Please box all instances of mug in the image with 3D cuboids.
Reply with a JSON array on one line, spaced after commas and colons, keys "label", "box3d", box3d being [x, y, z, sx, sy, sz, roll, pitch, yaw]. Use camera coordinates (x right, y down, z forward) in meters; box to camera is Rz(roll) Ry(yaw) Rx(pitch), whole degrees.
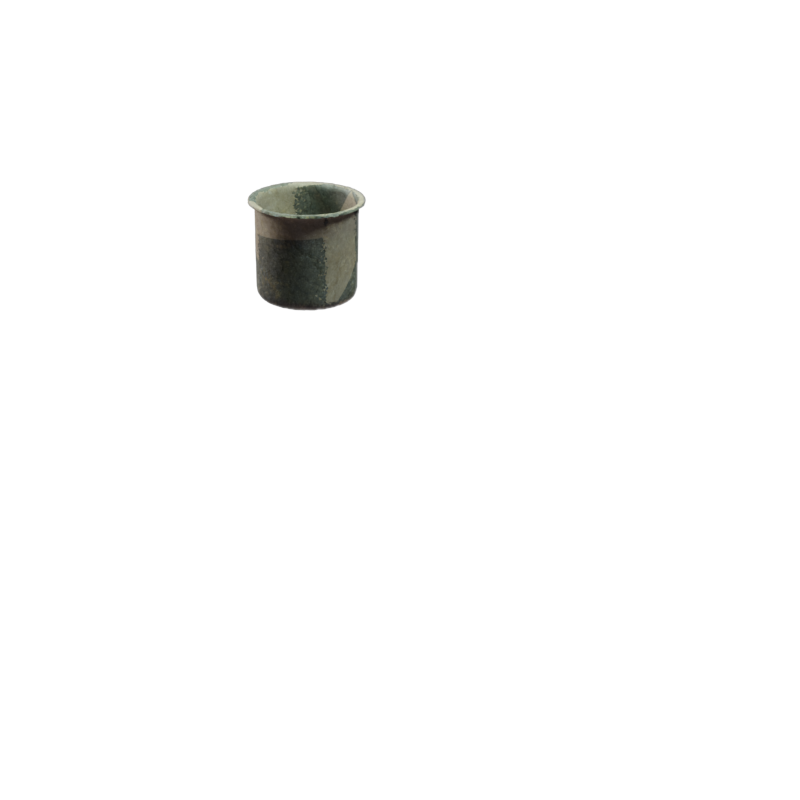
[{"label": "mug", "box3d": [-0.070, -0.128, 0.894, 0.096, 0.078, 0.119, 10, 26, 20]}]
